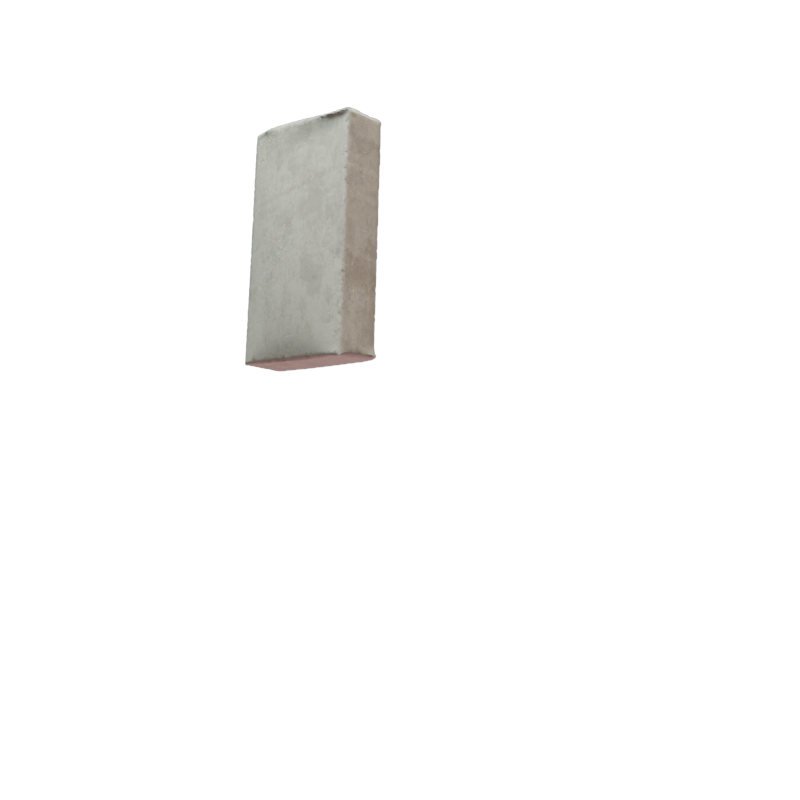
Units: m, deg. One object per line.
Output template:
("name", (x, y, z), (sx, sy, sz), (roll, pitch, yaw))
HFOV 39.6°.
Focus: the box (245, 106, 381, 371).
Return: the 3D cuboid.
("box", (-0.062, -0.113, 0.790), (0.096, 0.182, 0.045), (-10, -15, 38))
